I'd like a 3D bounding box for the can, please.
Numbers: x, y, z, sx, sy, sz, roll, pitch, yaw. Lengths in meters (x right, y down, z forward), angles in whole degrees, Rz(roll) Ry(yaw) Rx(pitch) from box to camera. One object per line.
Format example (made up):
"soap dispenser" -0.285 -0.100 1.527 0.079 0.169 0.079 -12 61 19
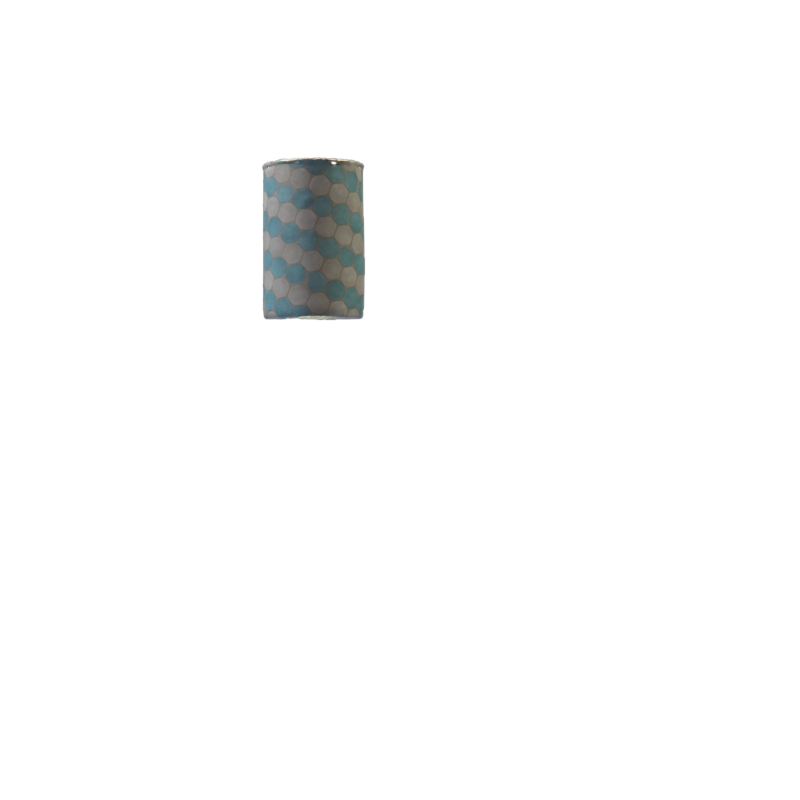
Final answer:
"can" -0.057 -0.104 0.732 0.068 0.103 0.068 0 -3 -2
